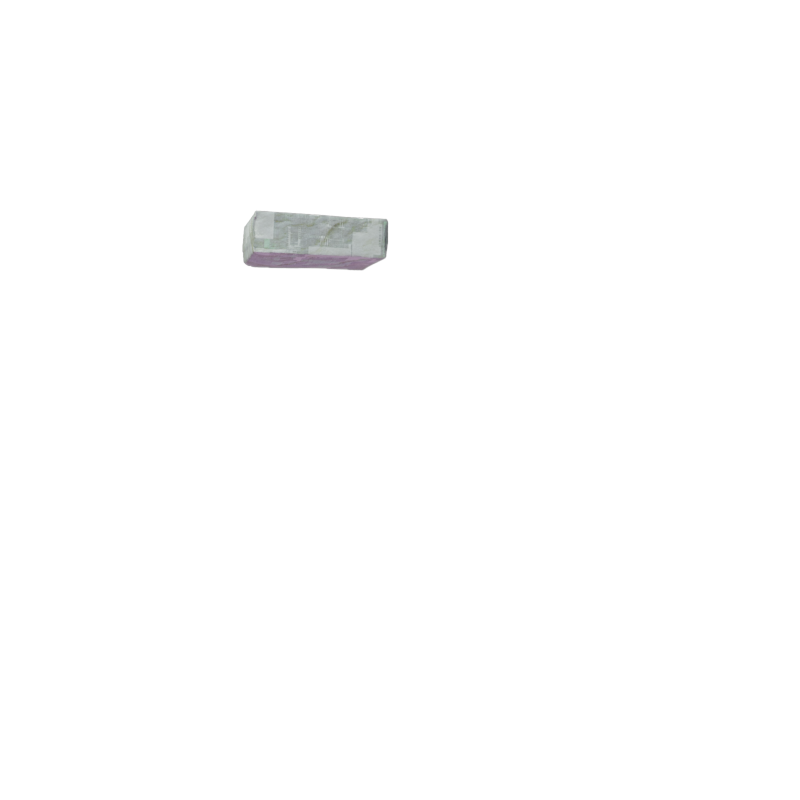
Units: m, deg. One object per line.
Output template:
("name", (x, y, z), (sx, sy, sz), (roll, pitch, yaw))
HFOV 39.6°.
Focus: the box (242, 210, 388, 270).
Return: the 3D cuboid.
("box", (-0.074, -0.134, 0.940), (0.112, 0.039, 0.090), (0, -2, -11))
